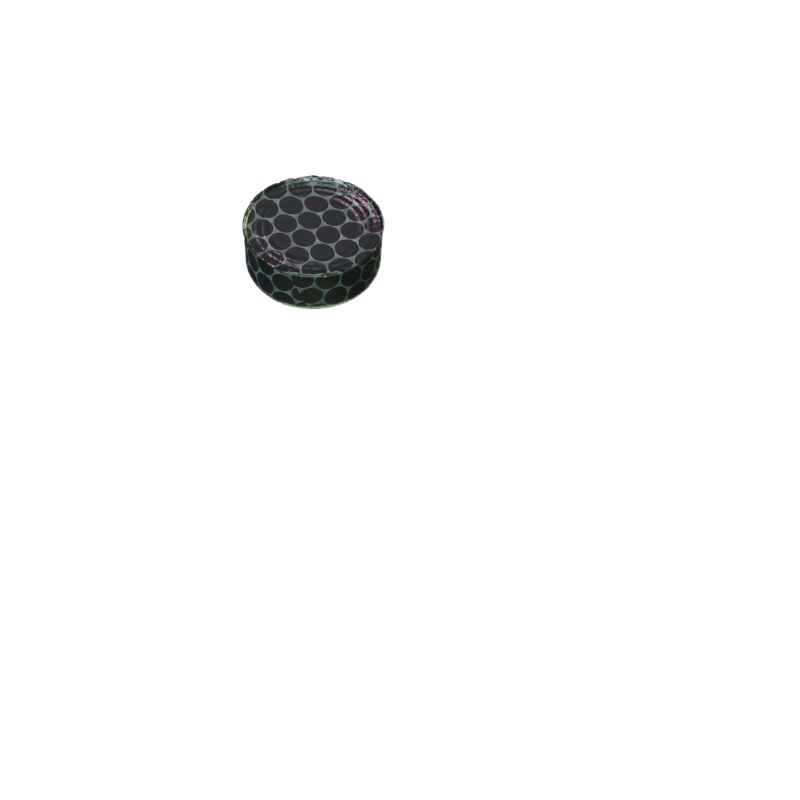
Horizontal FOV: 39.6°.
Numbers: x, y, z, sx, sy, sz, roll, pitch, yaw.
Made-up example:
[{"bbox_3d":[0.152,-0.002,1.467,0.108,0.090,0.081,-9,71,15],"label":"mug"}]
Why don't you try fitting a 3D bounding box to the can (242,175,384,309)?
[{"bbox_3d":[-0.053,-0.097,0.680,0.086,0.092,0.031,-1,-41,-1],"label":"can"}]
